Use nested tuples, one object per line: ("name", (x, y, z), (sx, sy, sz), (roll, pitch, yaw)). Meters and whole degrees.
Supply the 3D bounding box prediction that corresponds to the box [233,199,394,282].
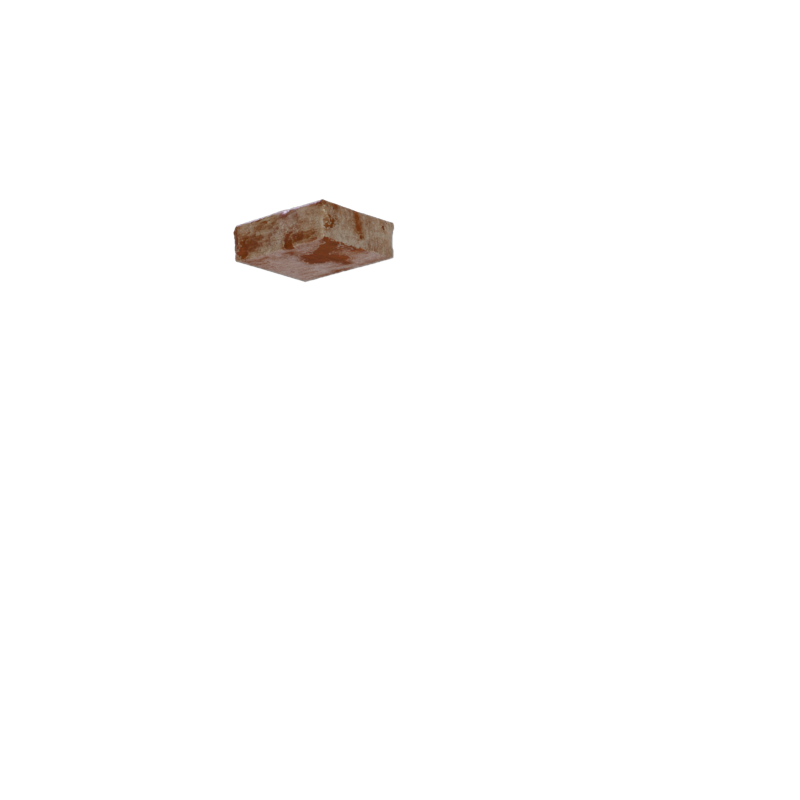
("box", (-0.061, -0.111, 0.775), (0.091, 0.031, 0.069), (-9, -13, 41))
